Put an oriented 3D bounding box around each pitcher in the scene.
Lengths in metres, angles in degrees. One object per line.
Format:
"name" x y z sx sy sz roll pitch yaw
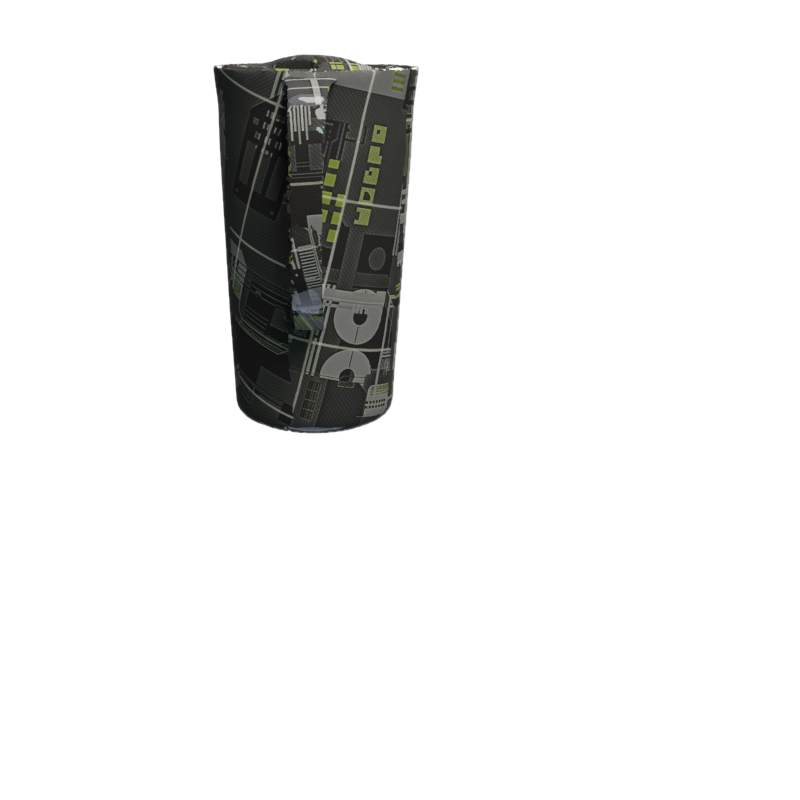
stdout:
"pitcher" -0.057 -0.105 0.732 0.153 0.236 0.145 13 18 43
